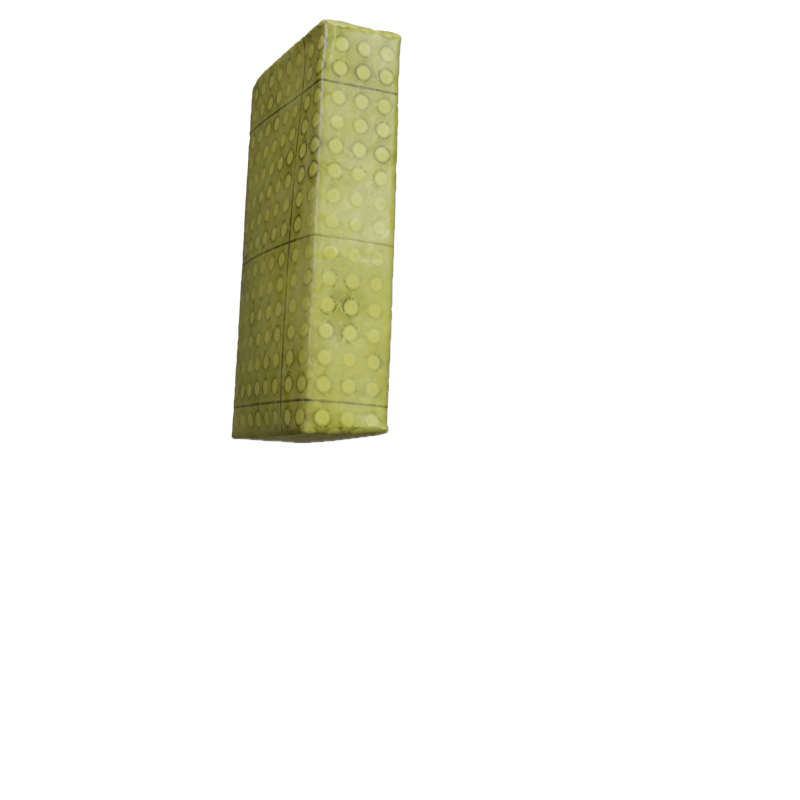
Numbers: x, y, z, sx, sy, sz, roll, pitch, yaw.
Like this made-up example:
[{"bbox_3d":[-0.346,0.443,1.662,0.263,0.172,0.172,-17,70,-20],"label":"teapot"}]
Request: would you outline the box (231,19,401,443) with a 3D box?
[{"bbox_3d":[-0.039,-0.071,0.500,0.046,0.181,0.094,5,-12,-26],"label":"box"}]
